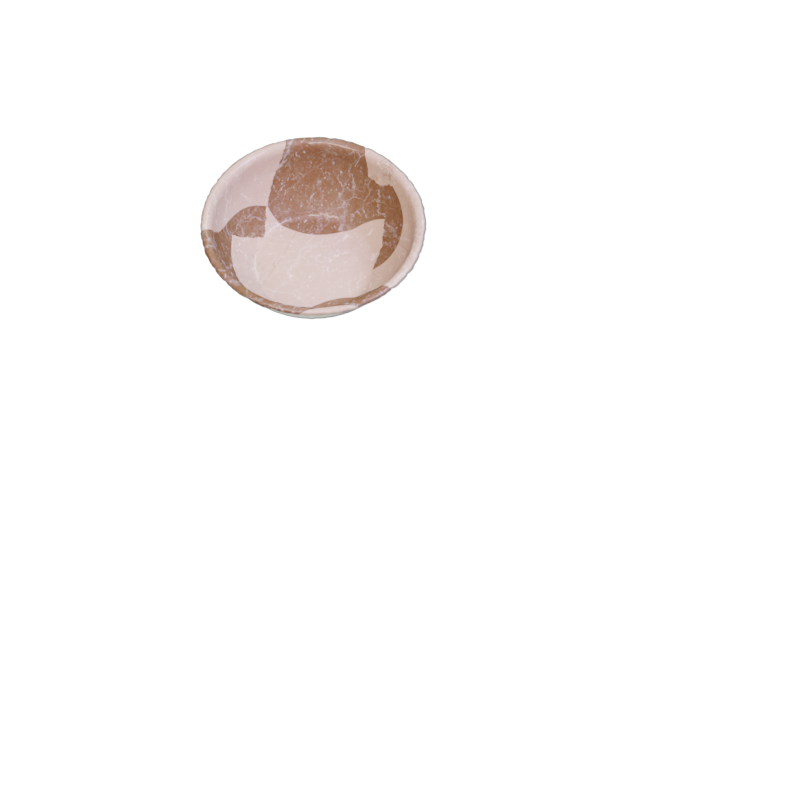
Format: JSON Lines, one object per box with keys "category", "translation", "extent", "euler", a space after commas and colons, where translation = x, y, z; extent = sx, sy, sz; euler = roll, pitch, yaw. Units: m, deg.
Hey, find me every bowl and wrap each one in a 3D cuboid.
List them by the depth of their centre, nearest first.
{"category": "bowl", "translation": [-0.064, -0.116, 0.812], "extent": [0.162, 0.173, 0.051], "euler": [-1, -34, -1]}
